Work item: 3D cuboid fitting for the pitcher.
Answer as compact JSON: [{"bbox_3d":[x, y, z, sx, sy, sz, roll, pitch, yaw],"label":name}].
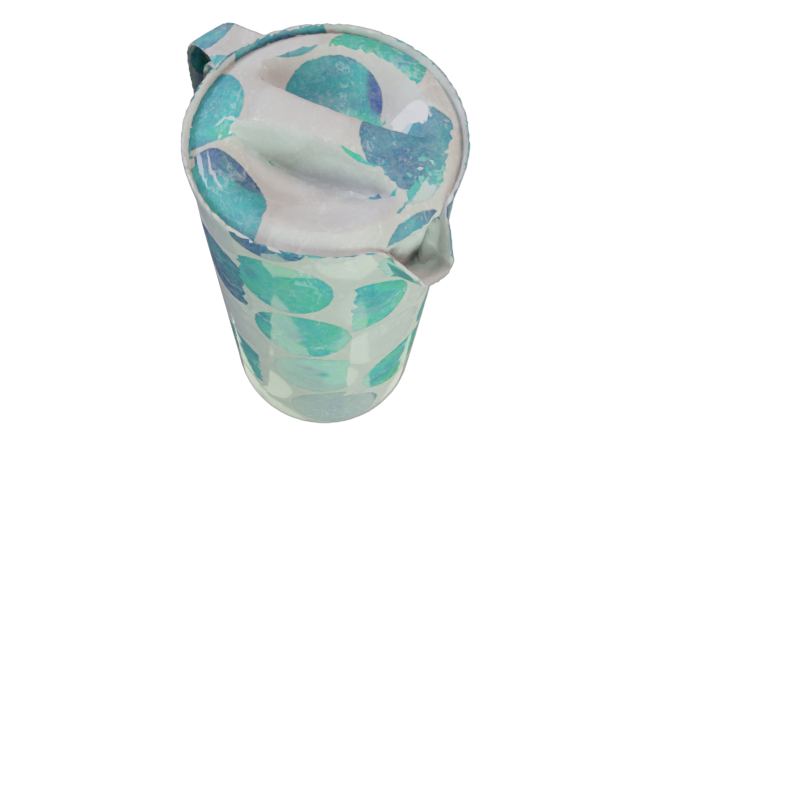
[{"bbox_3d":[-0.048,-0.087,0.611,0.145,0.158,0.229,5,-25,-1],"label":"pitcher"}]
